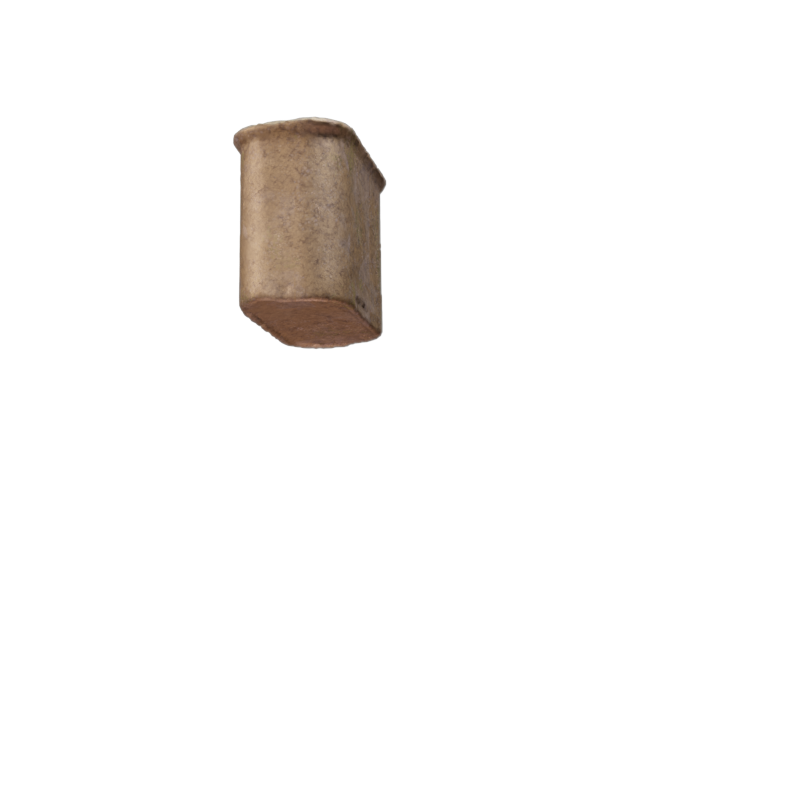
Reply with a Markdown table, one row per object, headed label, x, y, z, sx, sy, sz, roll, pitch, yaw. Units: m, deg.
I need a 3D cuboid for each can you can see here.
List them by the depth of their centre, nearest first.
| label | x | y | z | sx | sy | sz | roll | pitch | yaw |
| --- | --- | --- | --- | --- | --- | --- | --- | --- | --- |
| can | -0.041 | -0.075 | 0.528 | 0.058 | 0.087 | 0.097 | -4 | -14 | 13 |
